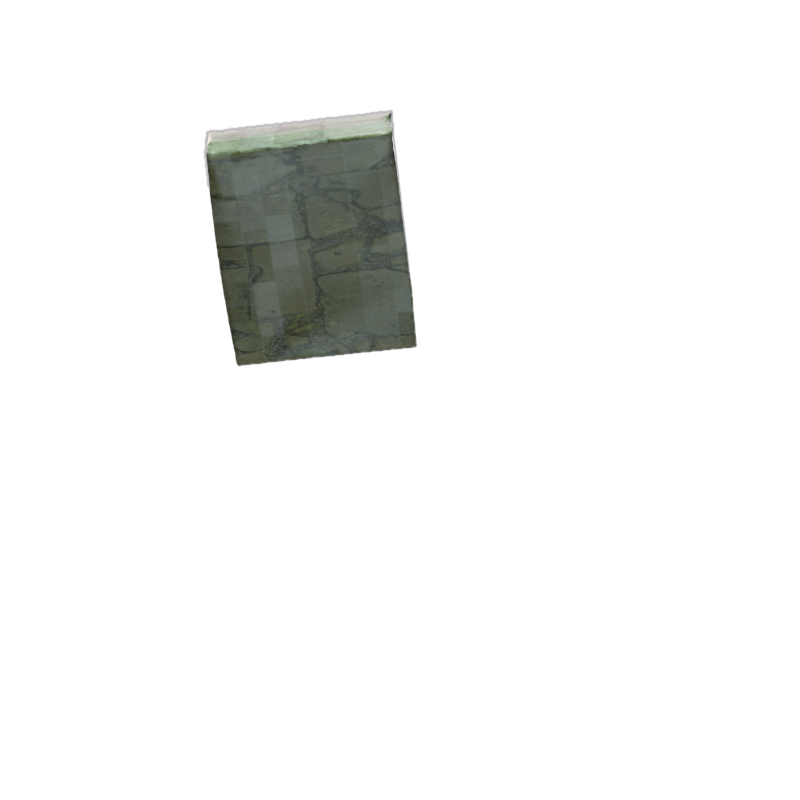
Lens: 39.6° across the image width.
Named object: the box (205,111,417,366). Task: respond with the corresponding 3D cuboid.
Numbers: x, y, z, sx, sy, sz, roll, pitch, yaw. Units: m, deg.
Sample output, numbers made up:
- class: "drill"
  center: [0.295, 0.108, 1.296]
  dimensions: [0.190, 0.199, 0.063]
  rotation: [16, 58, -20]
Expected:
- class: "box"
  center: [-0.042, -0.076, 0.529]
  dimensions: [0.090, 0.107, 0.041]
  rotation: [-6, 25, 2]
